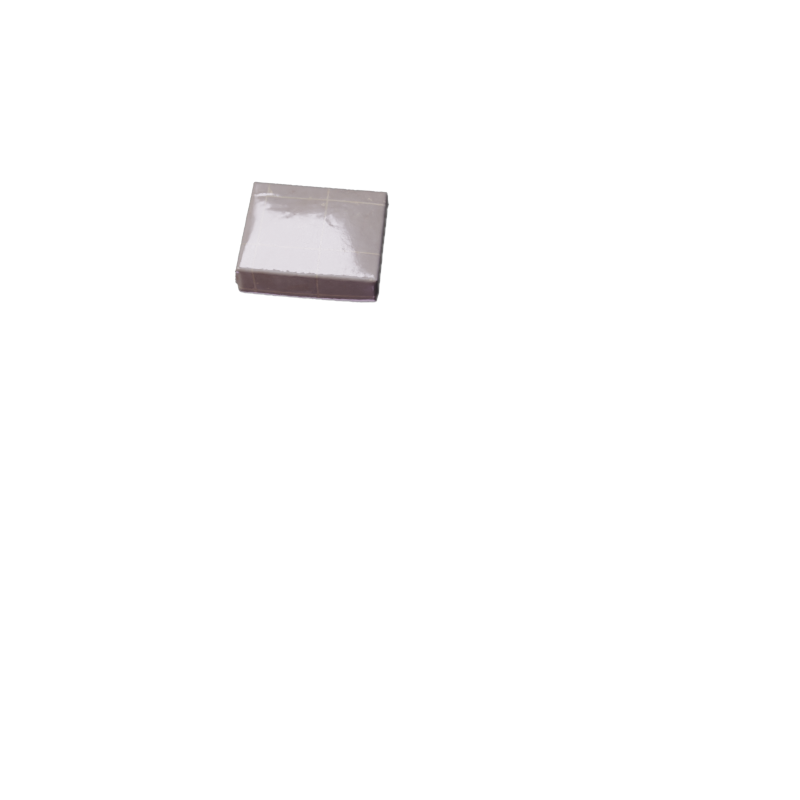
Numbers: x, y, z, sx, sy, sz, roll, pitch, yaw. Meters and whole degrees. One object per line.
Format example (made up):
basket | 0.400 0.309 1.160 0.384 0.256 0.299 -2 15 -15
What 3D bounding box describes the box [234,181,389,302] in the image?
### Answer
box | -0.069 -0.126 0.883 0.114 0.095 0.036 5 -33 3
